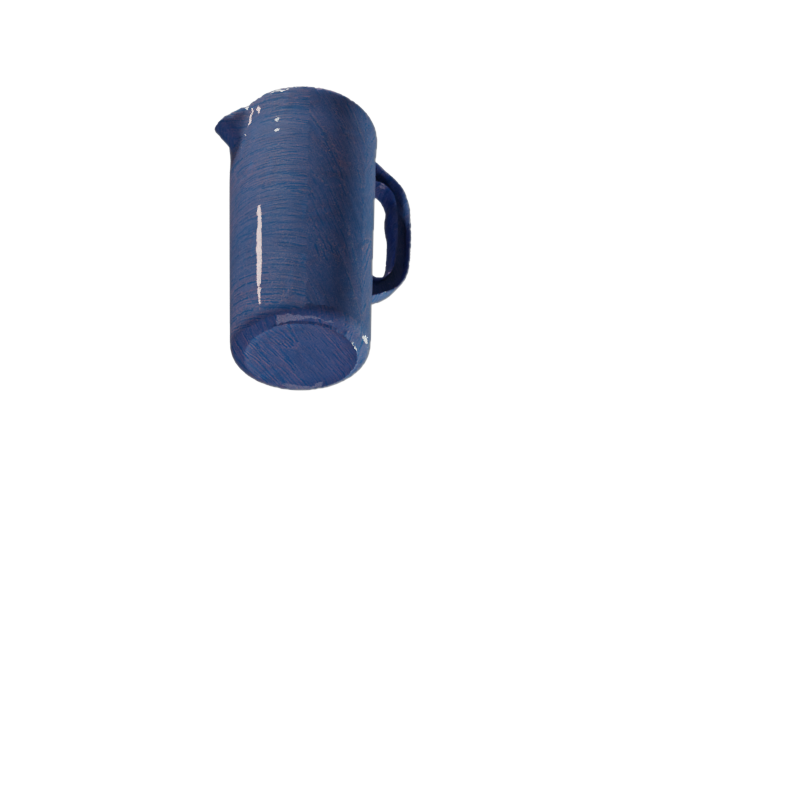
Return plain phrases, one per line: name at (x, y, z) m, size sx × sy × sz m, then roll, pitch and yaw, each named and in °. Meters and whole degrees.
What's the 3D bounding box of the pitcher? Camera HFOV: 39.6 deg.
pitcher at (-0.072, -0.132, 0.922) m, size 0.150 × 0.261 × 0.134 m, roll -10°, pitch -38°, yaw 9°
